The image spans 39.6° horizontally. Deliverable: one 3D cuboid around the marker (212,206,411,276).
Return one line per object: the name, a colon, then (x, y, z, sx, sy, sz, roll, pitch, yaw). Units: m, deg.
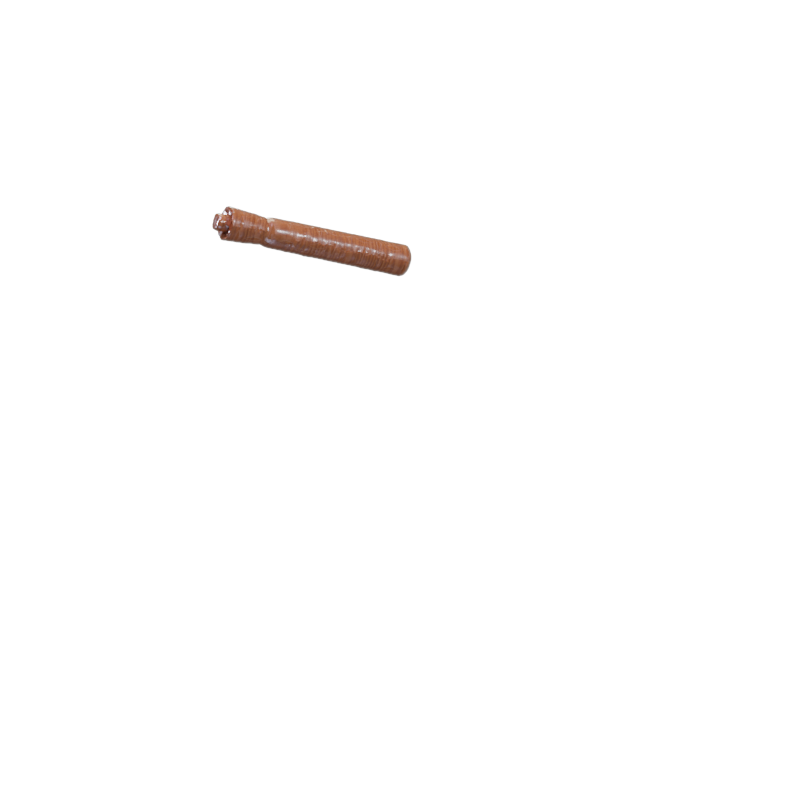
marker: (-0.049, -0.089, 0.623, 0.116, 0.020, 0.020, 8, 0, -28)
